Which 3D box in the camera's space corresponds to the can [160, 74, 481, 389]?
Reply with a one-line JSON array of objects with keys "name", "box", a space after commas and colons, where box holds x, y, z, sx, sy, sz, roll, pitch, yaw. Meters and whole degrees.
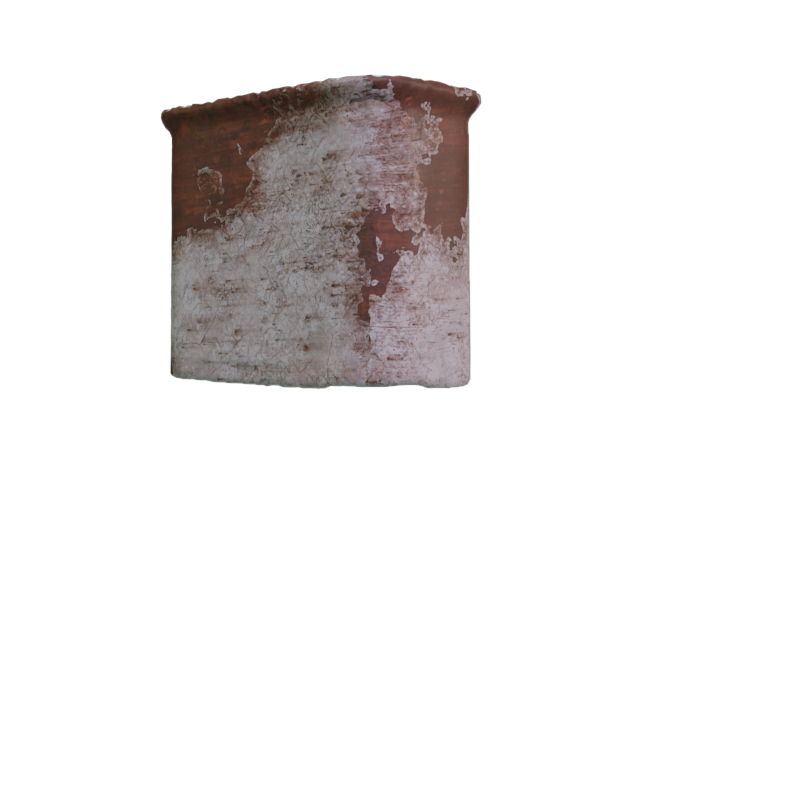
[{"name": "can", "box": [-0.026, -0.048, 0.335, 0.106, 0.084, 0.055, 2, 1, 42]}]
